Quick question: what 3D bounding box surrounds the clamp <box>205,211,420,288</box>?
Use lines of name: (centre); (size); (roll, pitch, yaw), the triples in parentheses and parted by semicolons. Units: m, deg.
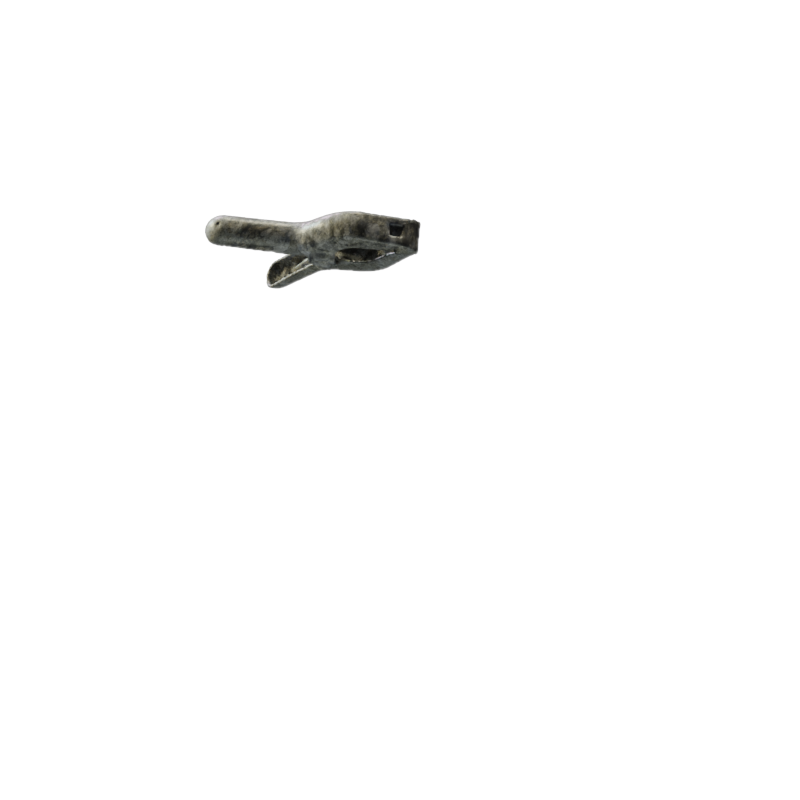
clamp: (-0.071, -0.130, 0.908); (0.175, 0.041, 0.113); (-8, -15, 32)
